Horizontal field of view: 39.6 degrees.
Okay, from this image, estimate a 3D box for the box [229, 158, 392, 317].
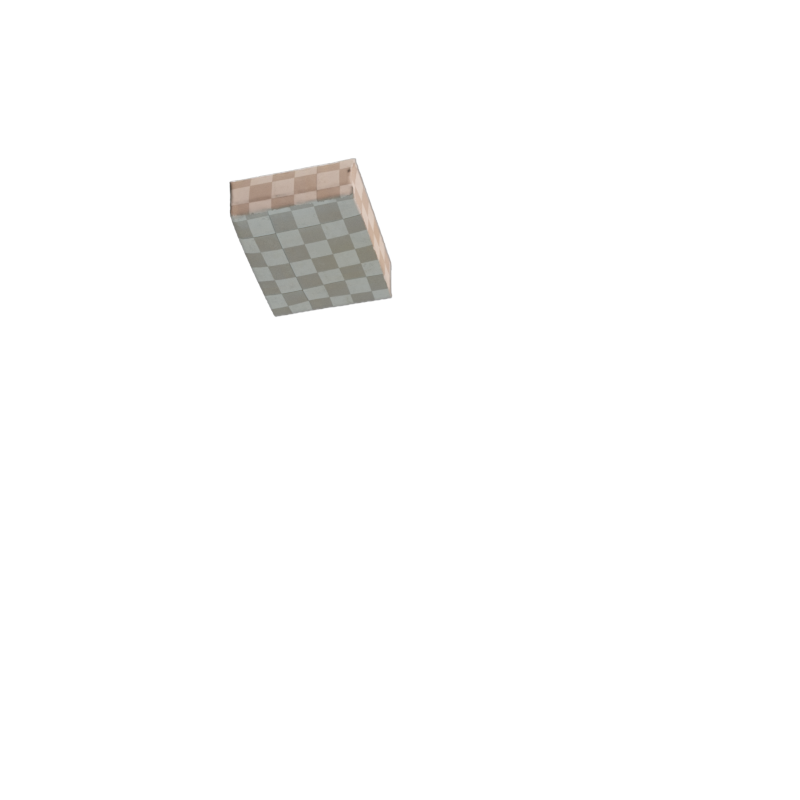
[{"bbox_3d":[-0.060,-0.110,0.770,0.091,0.042,0.105,-9,-38,11],"label":"box"}]
